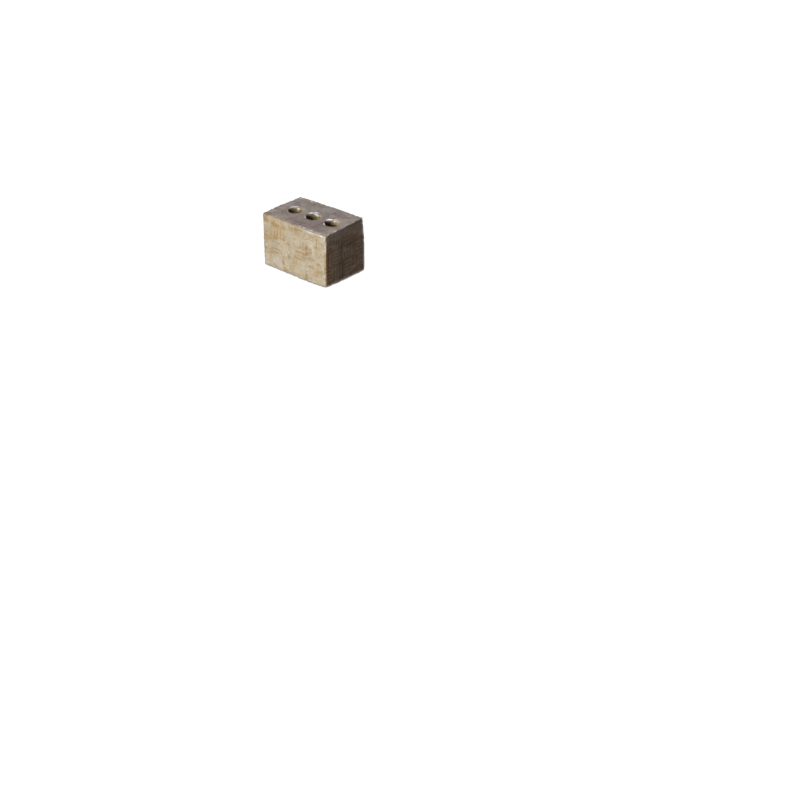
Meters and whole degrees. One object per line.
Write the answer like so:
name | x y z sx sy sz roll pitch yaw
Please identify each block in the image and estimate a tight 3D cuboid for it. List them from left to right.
block | -0.077 -0.141 0.989 0.083 0.048 0.053 23 35 34
